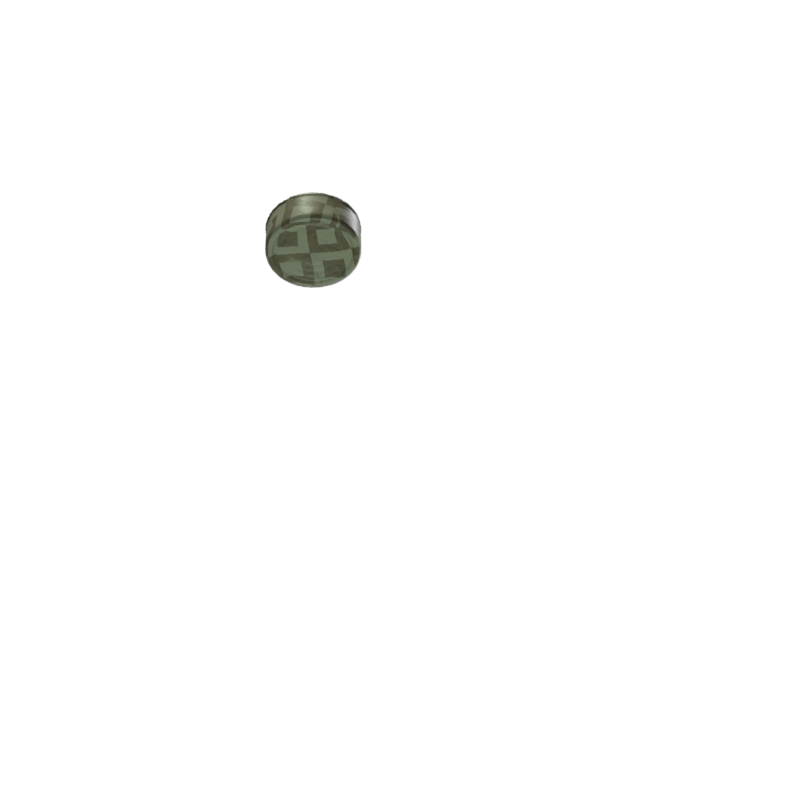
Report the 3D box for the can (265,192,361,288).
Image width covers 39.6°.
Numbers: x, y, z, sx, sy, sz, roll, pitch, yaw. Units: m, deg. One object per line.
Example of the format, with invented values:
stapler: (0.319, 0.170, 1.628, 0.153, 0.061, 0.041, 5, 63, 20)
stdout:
can: (-0.077, -0.140, 0.978, 0.086, 0.080, 0.036, 1, 45, -1)
